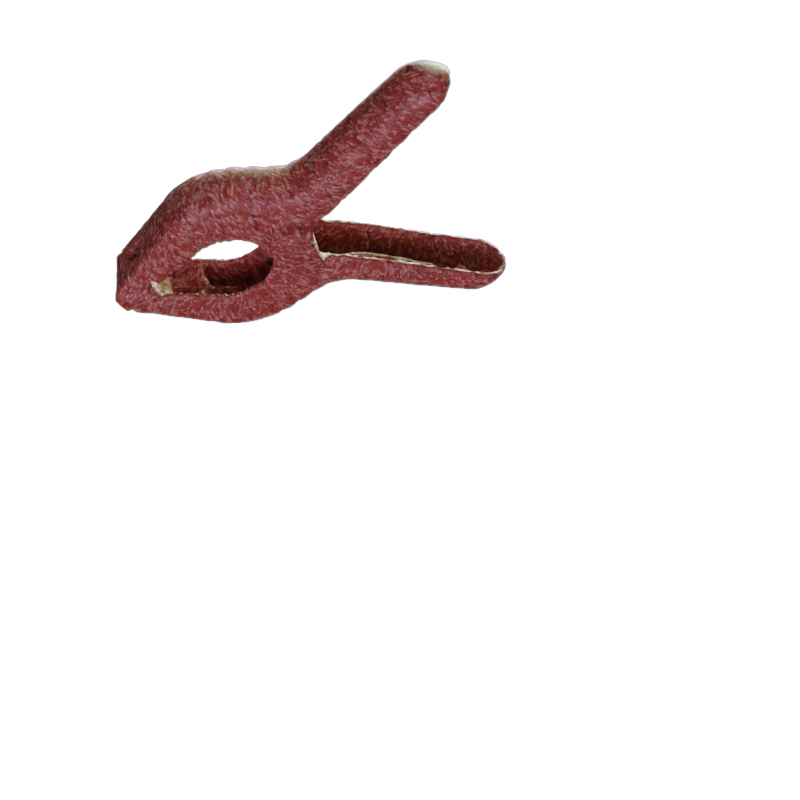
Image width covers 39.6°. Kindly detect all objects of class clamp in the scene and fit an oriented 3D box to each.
[{"bbox_3d":[-0.038,-0.069,0.484,0.172,0.111,0.042,-20,38,16],"label":"clamp"}]
